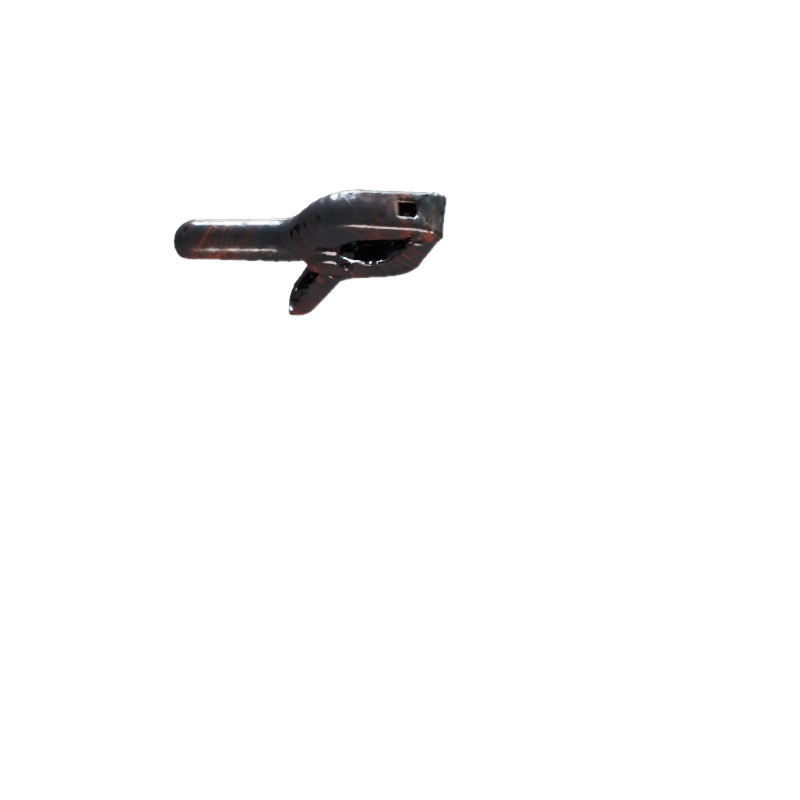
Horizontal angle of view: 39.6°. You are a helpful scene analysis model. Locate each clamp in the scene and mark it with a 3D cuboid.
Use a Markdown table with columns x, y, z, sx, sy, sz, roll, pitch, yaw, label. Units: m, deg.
| x | y | z | sx | sy | sz | roll | pitch | yaw | label |
| --- | --- | --- | --- | --- | --- | --- | --- | --- | --- |
| -0.053 | -0.096 | 0.673 | 0.113 | 0.041 | 0.173 | 16 | -24 | -40 | clamp |
